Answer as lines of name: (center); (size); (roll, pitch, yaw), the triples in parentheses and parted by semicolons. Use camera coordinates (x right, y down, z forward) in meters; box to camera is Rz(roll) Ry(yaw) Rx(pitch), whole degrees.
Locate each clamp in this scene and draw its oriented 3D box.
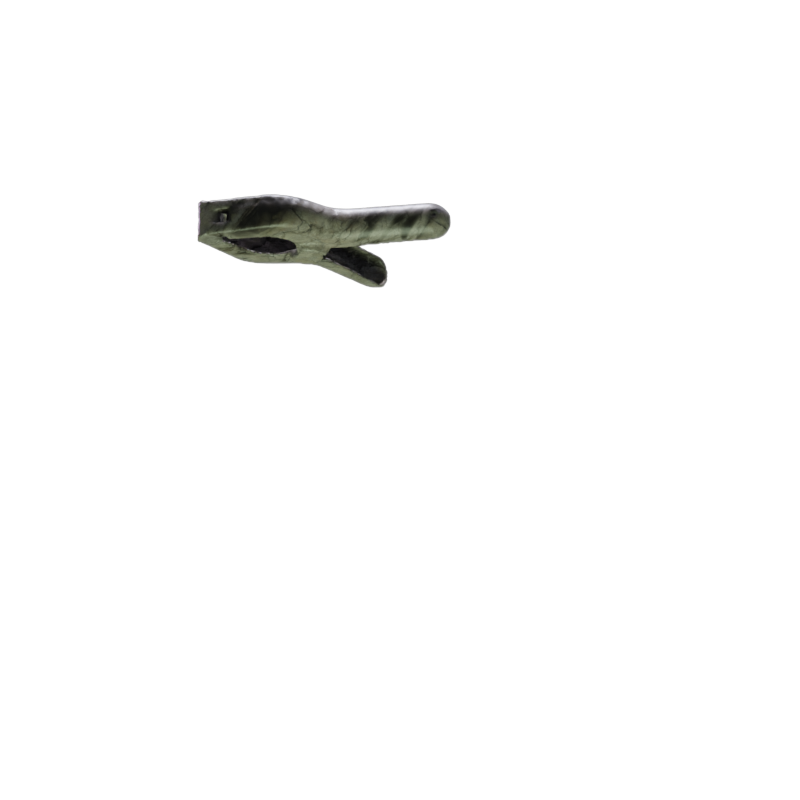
clamp: (-0.062, -0.113, 0.791); (0.168, 0.041, 0.115); (5, -24, -12)
